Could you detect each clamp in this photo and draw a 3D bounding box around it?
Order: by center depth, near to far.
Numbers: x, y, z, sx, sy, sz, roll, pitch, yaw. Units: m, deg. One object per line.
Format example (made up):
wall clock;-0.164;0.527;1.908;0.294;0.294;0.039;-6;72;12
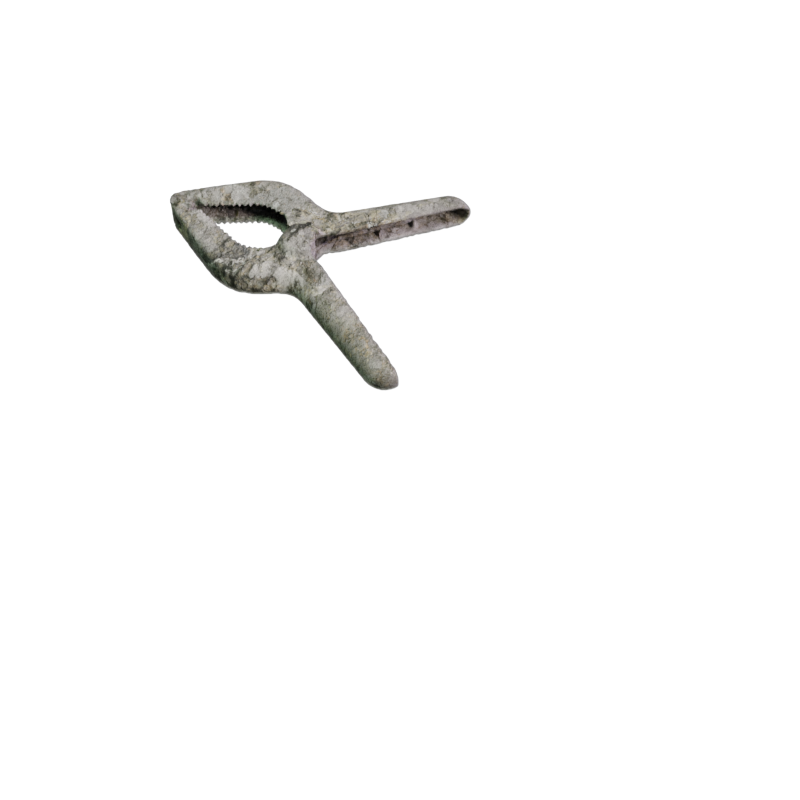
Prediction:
clamp;-0.062;-0.113;0.788;0.218;0.170;0.034;24;-32;16
